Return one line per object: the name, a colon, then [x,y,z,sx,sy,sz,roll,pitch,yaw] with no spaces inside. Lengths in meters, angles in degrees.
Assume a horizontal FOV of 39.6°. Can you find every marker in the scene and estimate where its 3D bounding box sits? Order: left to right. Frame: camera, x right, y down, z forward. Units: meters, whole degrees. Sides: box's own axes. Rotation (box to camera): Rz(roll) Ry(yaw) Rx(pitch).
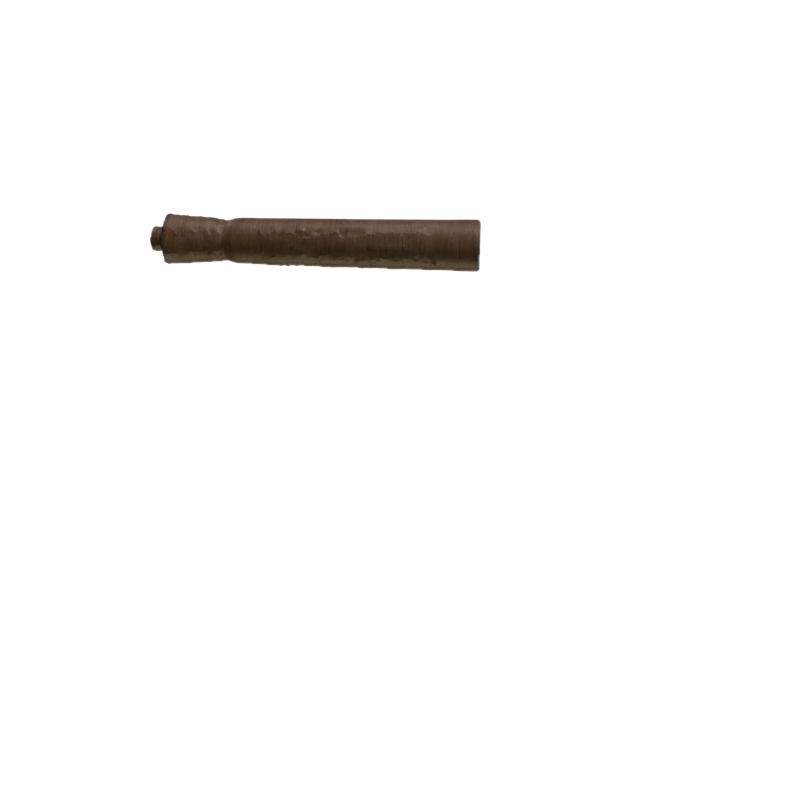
marker: [-0.032,-0.058,0.406,0.122,0.020,0.020,2,4,8]
